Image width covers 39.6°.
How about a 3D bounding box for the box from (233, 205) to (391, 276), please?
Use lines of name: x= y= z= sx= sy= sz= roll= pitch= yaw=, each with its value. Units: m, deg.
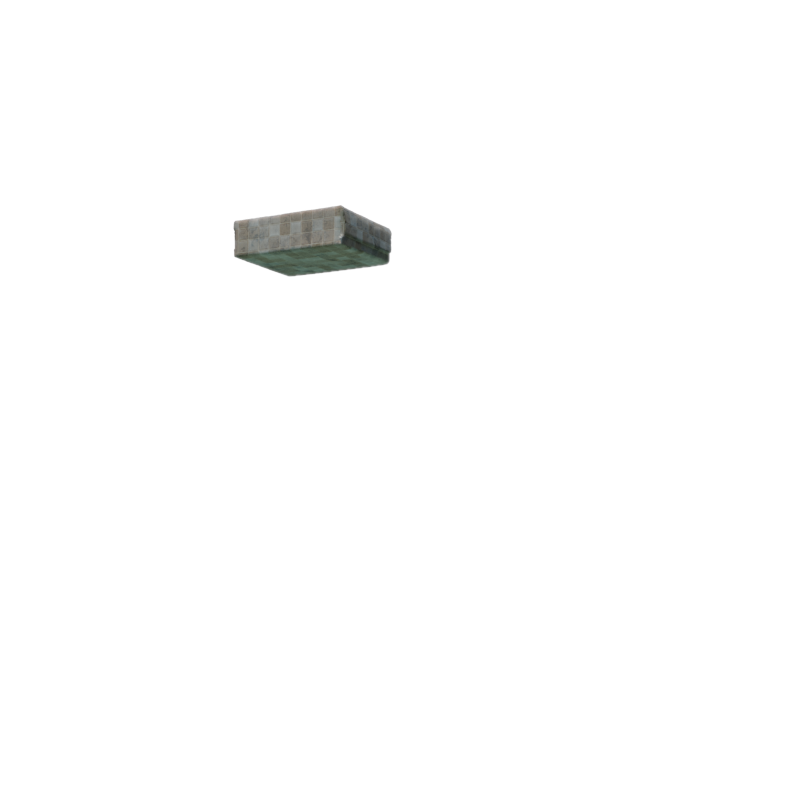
box: x=-0.061 y=-0.112 z=0.783 sx=0.092 sy=0.031 sz=0.069 roll=-4 pitch=-8 yaw=29
